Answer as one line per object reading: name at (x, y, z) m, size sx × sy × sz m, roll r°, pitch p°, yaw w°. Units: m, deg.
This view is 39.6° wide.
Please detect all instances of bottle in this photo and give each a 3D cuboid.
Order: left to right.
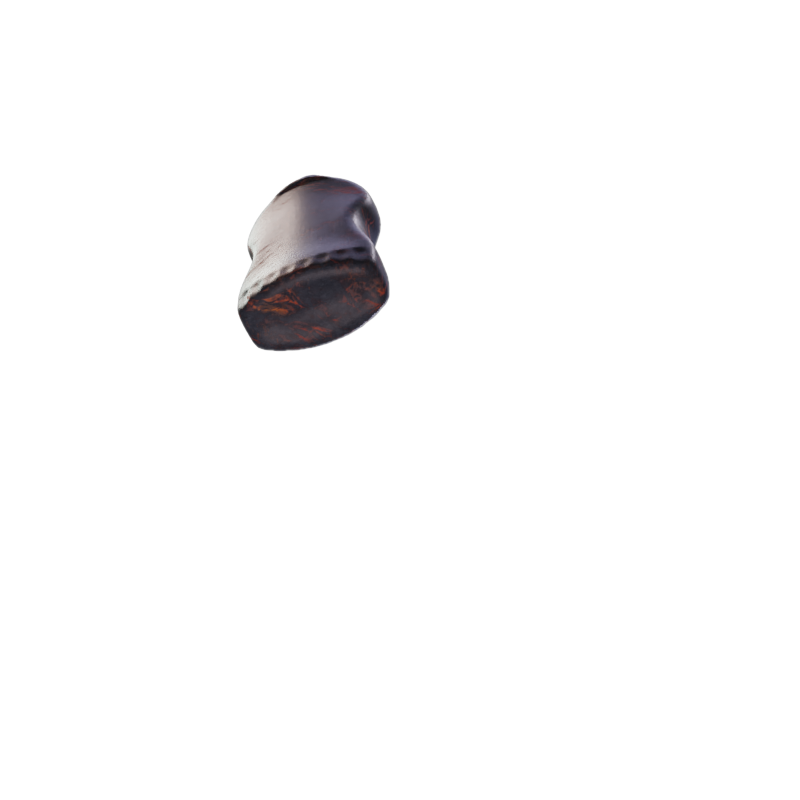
bottle at (-0.061, -0.111, 0.779) m, size 0.096 × 0.055 × 0.204 m, roll -22°, pitch 31°, yaw 10°
